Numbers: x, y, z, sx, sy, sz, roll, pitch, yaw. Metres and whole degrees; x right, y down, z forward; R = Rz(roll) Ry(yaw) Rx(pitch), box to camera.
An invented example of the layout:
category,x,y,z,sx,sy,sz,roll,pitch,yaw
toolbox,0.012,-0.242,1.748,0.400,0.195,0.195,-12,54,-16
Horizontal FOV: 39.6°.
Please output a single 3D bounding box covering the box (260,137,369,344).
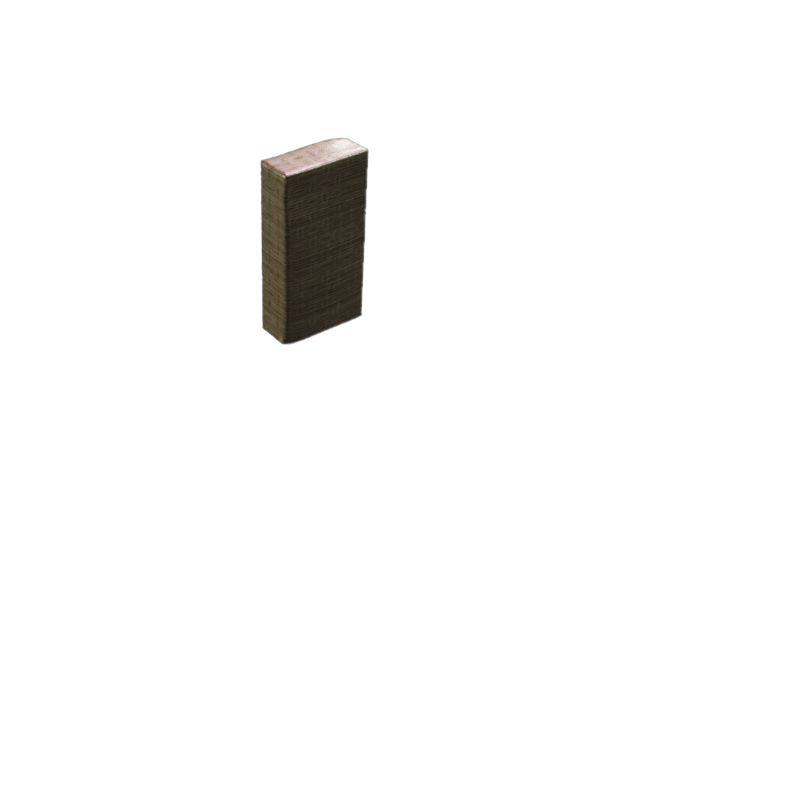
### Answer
category,x,y,z,sx,sy,sz,roll,pitch,yaw
box,-0.078,-0.143,0.999,0.092,0.166,0.051,-22,38,-34
